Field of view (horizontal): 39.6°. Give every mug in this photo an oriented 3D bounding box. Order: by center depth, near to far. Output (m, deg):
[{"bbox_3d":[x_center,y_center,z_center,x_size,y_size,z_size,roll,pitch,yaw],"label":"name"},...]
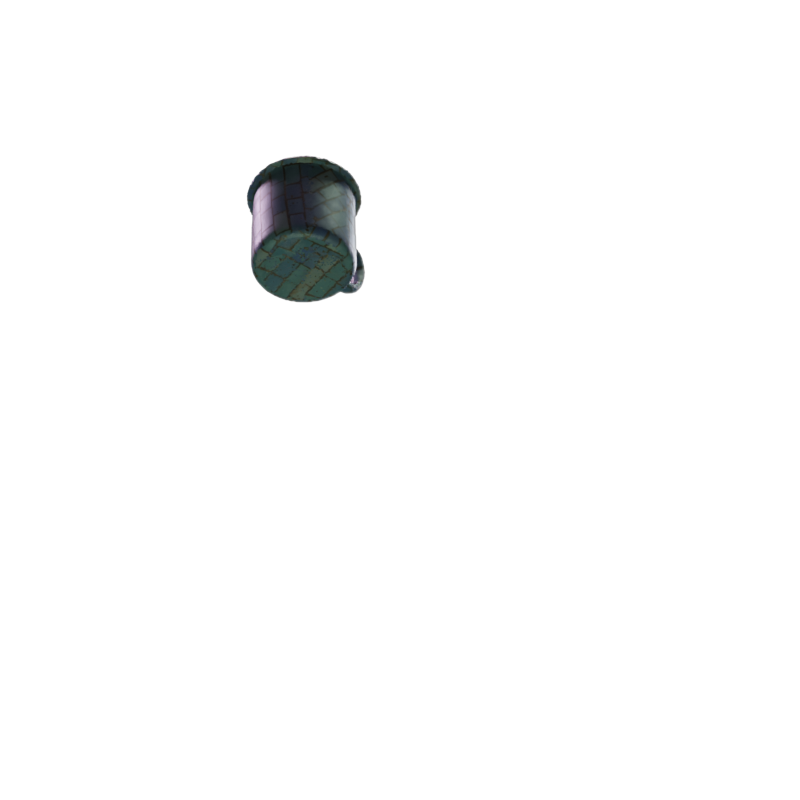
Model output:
[{"bbox_3d":[-0.069,-0.126,0.882,0.093,0.087,0.109,-27,-48,26],"label":"mug"}]
